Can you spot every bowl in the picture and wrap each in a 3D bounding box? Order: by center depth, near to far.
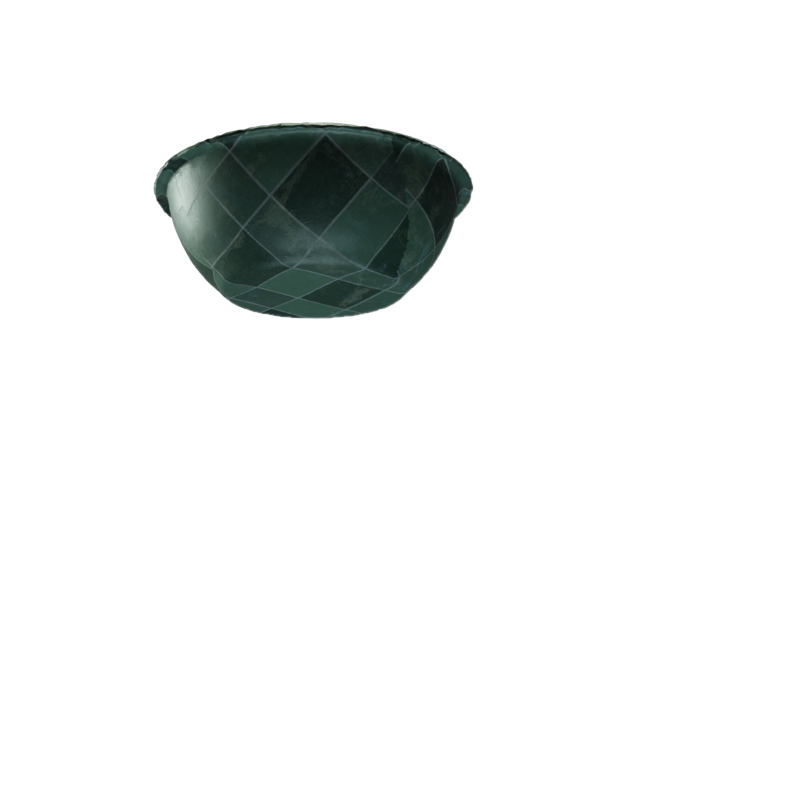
[{"bbox_3d":[-0.044,-0.080,0.557,0.162,0.057,0.156,0,-14,-2],"label":"bowl"}]
